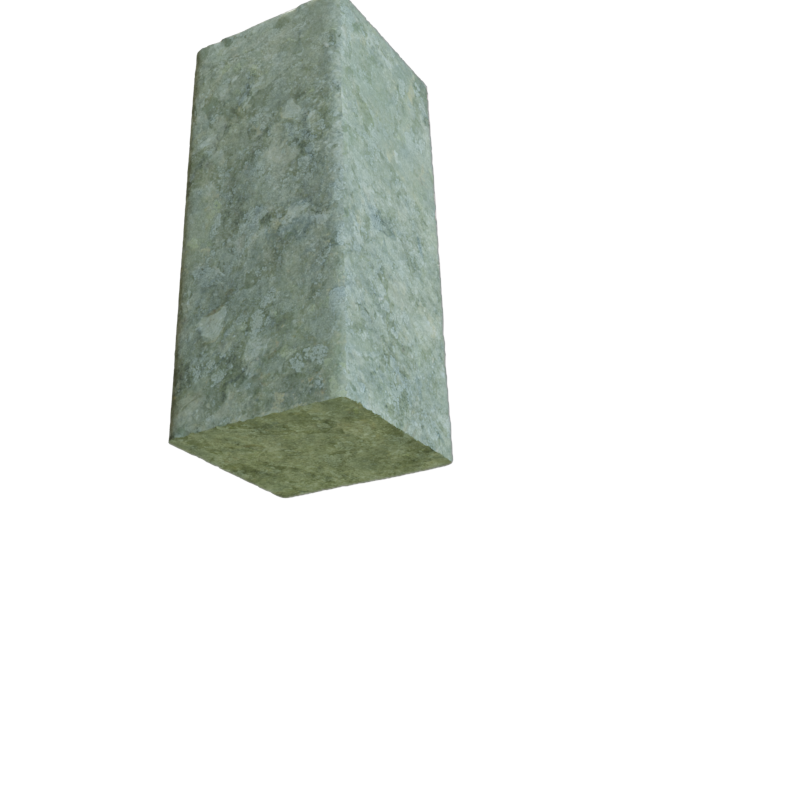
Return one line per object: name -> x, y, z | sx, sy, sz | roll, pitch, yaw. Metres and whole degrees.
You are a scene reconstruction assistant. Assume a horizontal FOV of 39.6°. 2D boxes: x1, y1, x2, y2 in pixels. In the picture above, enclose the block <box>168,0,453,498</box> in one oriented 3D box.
block -> -0.041, -0.073, 0.515 | 0.091, 0.219, 0.084 | -17, -32, 26
